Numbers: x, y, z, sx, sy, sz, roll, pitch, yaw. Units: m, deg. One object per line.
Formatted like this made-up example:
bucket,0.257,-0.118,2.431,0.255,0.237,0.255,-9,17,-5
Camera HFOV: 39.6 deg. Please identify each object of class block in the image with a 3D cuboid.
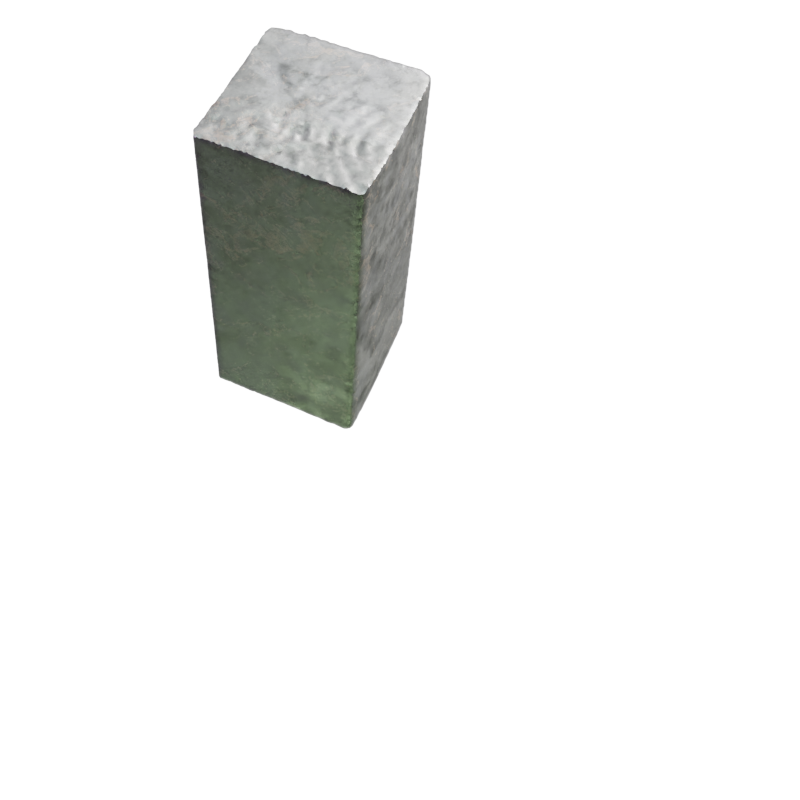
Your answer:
block,-0.047,-0.087,0.605,0.093,0.094,0.193,21,-33,11
